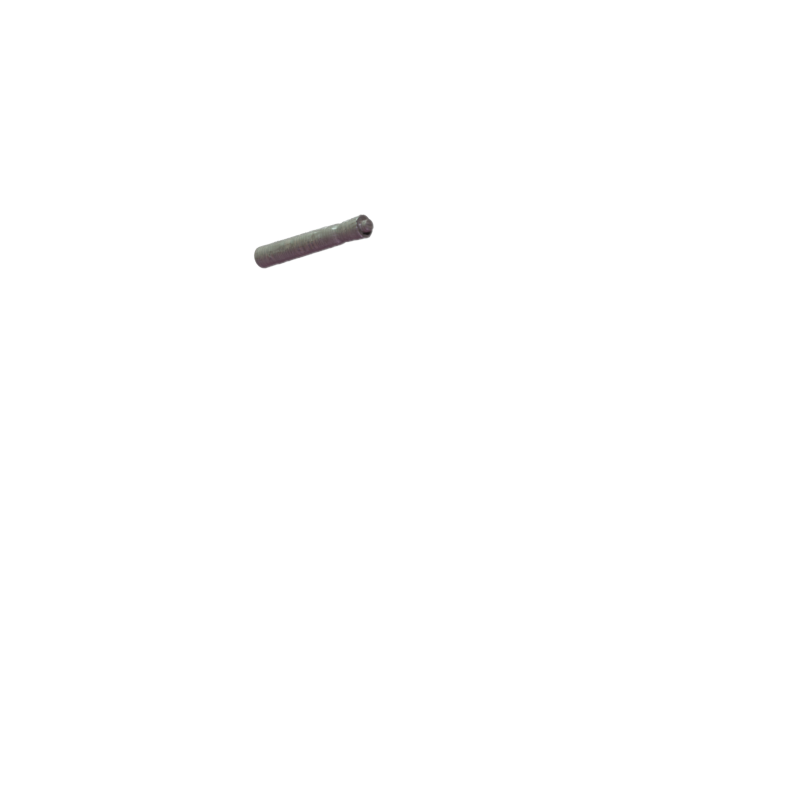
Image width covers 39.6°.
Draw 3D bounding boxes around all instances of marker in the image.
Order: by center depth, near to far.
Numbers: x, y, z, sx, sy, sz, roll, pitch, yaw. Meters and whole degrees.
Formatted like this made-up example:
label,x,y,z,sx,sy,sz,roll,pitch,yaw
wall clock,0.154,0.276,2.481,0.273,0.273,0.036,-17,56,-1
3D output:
label,x,y,z,sx,sy,sz,roll,pitch,yaw
marker,-0.069,-0.125,0.878,0.123,0.020,0.019,-9,-3,41
